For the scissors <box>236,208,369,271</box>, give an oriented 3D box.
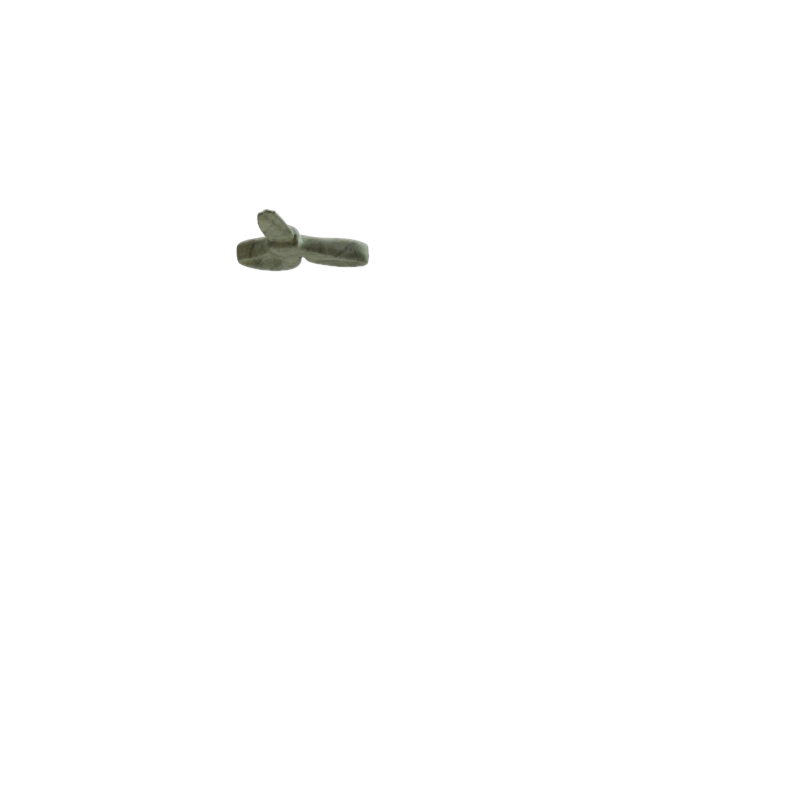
[{"bbox_3d":[-0.052,-0.096,0.670,0.094,0.016,0.203,0,0,-15],"label":"scissors"}]
